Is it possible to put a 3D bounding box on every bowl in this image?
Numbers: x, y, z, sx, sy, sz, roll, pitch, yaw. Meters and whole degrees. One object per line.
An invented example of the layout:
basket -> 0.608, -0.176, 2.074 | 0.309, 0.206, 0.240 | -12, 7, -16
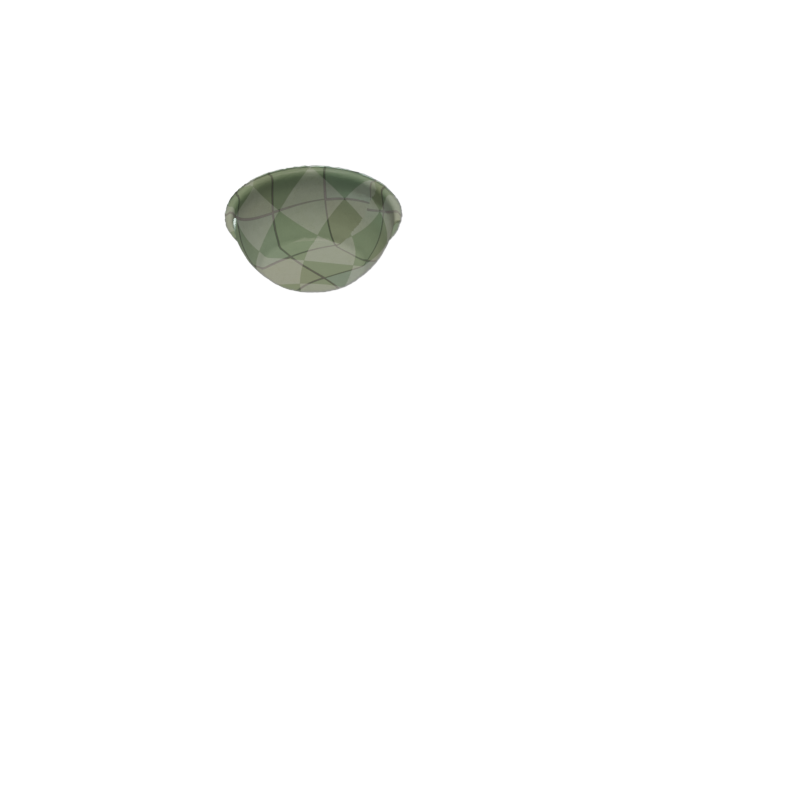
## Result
bowl -> -0.078, -0.142, 0.996 | 0.162, 0.058, 0.153 | 1, -27, -2
